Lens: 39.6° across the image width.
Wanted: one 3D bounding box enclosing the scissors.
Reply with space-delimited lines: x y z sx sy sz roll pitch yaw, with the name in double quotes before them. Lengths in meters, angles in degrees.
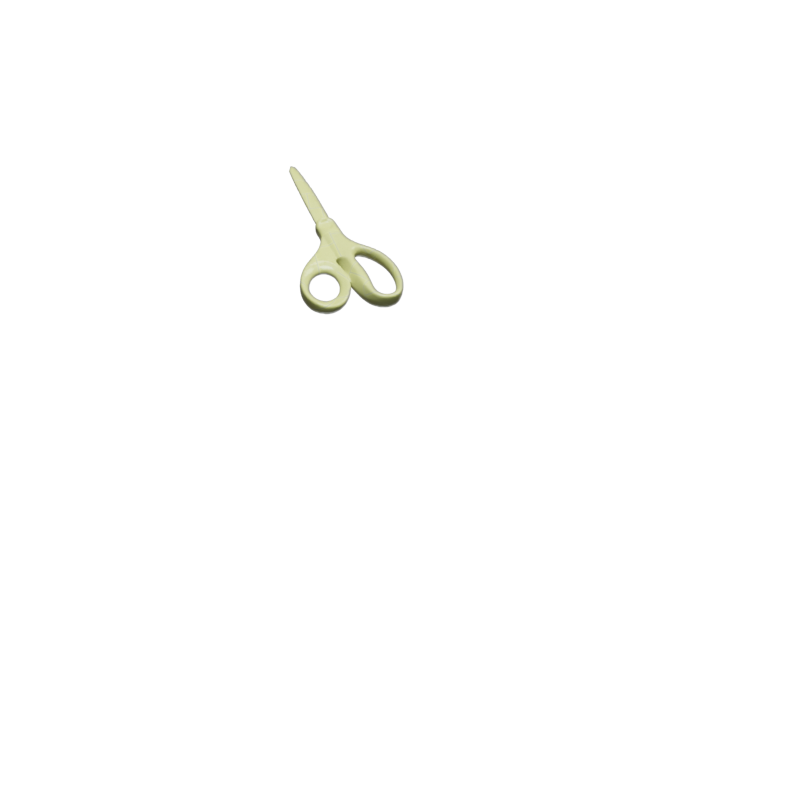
"scissors" -0.078 -0.142 0.991 0.096 0.015 0.217 -27 52 -24
